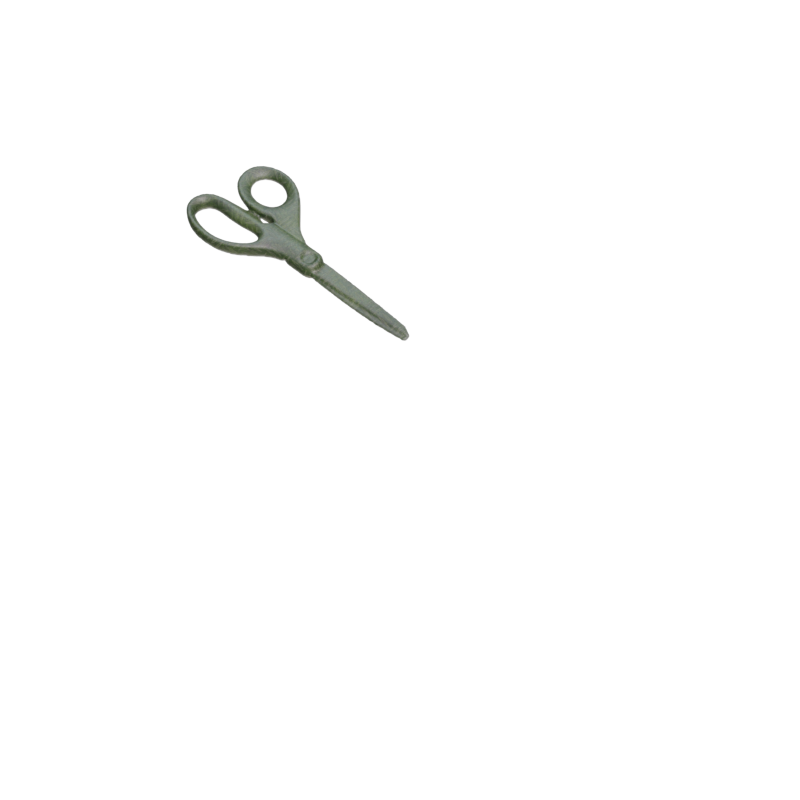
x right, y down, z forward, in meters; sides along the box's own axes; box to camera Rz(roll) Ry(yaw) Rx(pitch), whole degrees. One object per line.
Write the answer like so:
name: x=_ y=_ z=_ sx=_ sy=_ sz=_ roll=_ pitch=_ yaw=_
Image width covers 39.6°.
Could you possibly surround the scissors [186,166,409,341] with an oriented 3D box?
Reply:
scissors: x=-0.065 y=-0.119 z=0.834 sx=0.209 sy=0.099 sz=0.015 roll=24 pitch=-33 yaw=17
